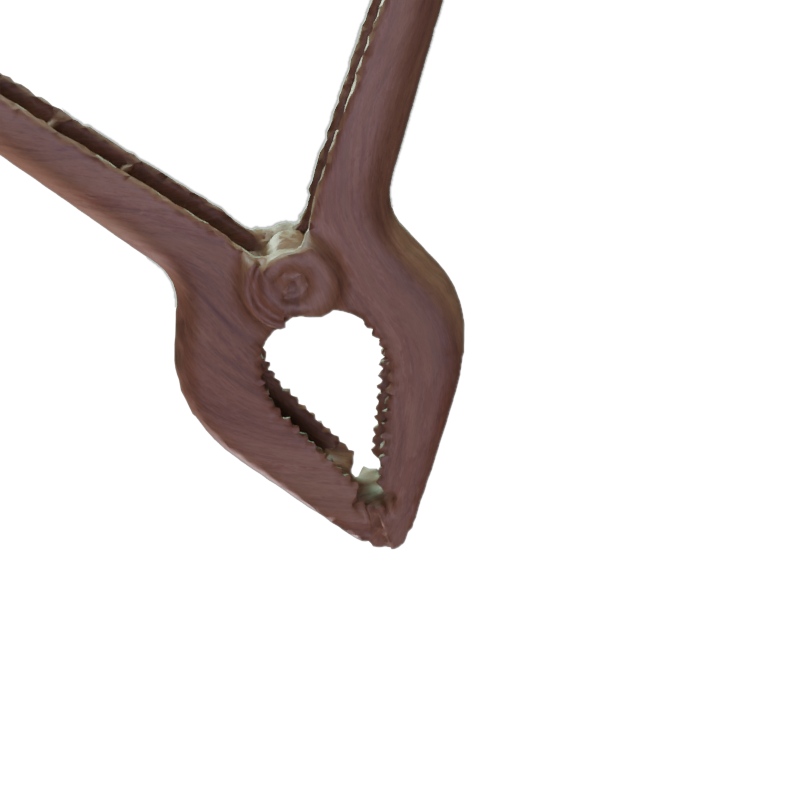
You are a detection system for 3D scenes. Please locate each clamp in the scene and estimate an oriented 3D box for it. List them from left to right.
[{"bbox_3d":[-0.027,-0.050,0.349,0.165,0.201,0.038,-24,18,8],"label":"clamp"}]
